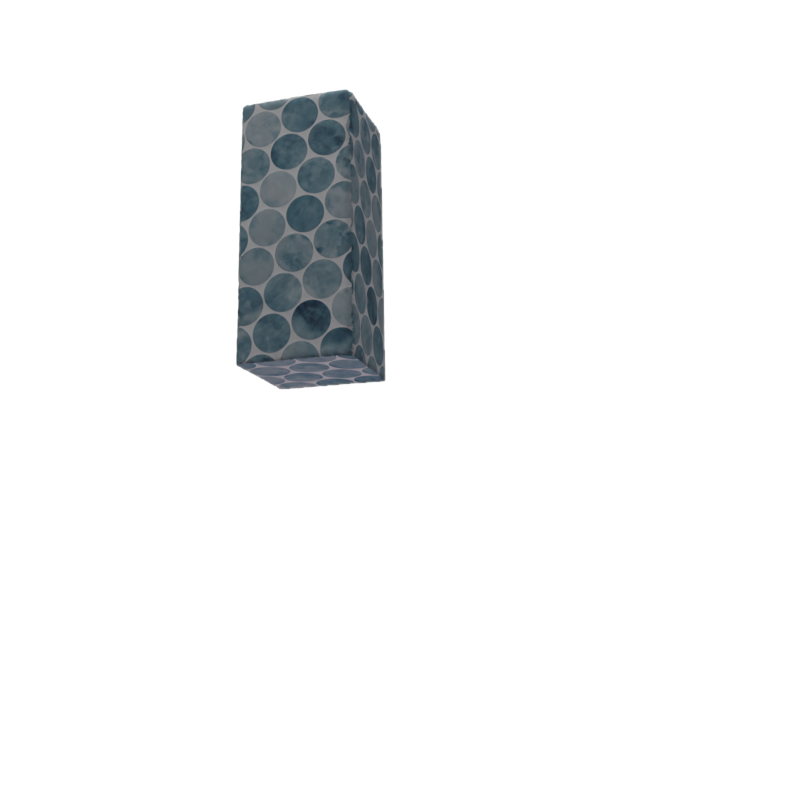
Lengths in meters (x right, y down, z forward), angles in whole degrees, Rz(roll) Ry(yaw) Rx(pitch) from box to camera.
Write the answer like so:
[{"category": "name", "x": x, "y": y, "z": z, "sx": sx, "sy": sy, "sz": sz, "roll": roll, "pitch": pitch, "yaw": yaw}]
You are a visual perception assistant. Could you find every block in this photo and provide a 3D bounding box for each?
[{"category": "block", "x": -0.066, "y": -0.122, "z": 0.852, "sx": 0.092, "sy": 0.215, "sz": 0.085, "roll": -7, "pitch": -19, "yaw": 16}]
